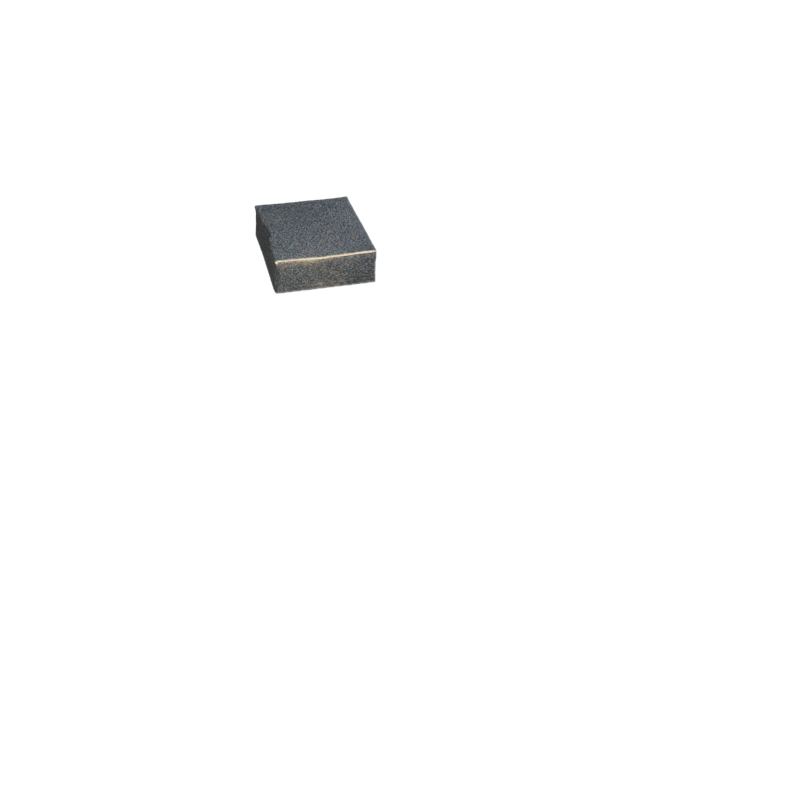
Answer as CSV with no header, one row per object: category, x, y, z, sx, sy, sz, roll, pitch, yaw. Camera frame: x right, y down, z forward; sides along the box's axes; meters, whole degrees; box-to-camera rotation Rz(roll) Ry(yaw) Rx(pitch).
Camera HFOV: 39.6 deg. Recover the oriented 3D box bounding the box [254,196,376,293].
box,-0.063,-0.115,0.806,0.072,0.028,0.096,-8,36,-11
